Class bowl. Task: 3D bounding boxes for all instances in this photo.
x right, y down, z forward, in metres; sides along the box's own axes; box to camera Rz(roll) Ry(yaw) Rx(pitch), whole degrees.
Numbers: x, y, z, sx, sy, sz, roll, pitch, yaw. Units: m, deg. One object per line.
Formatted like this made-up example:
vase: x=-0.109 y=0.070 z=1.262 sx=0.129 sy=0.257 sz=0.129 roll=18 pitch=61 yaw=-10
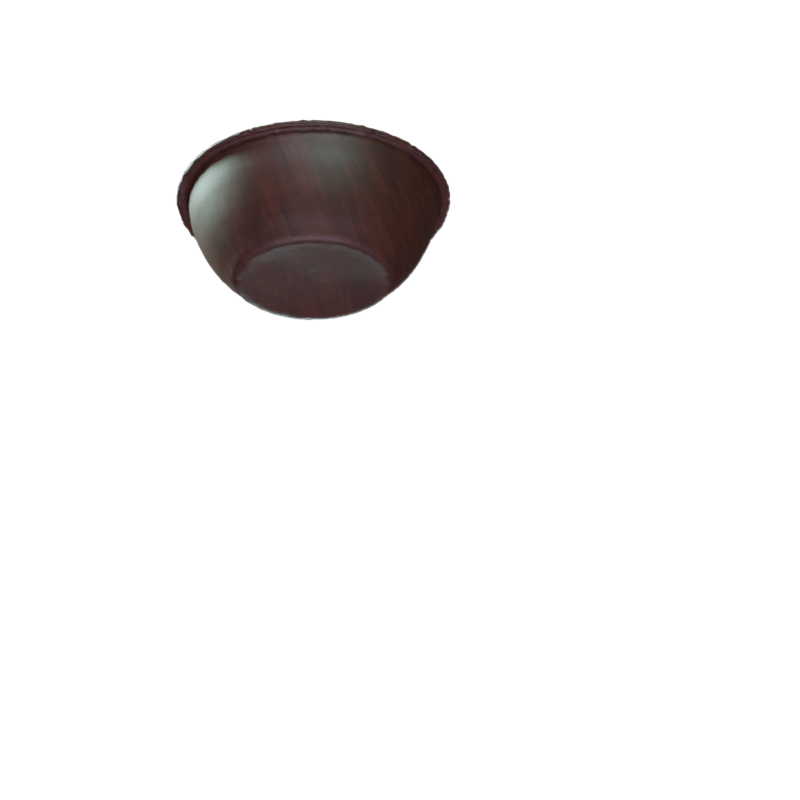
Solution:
bowl: x=-0.050 y=-0.092 z=0.642 sx=0.162 sy=0.059 sz=0.152 roll=1 pitch=-27 yaw=-2
